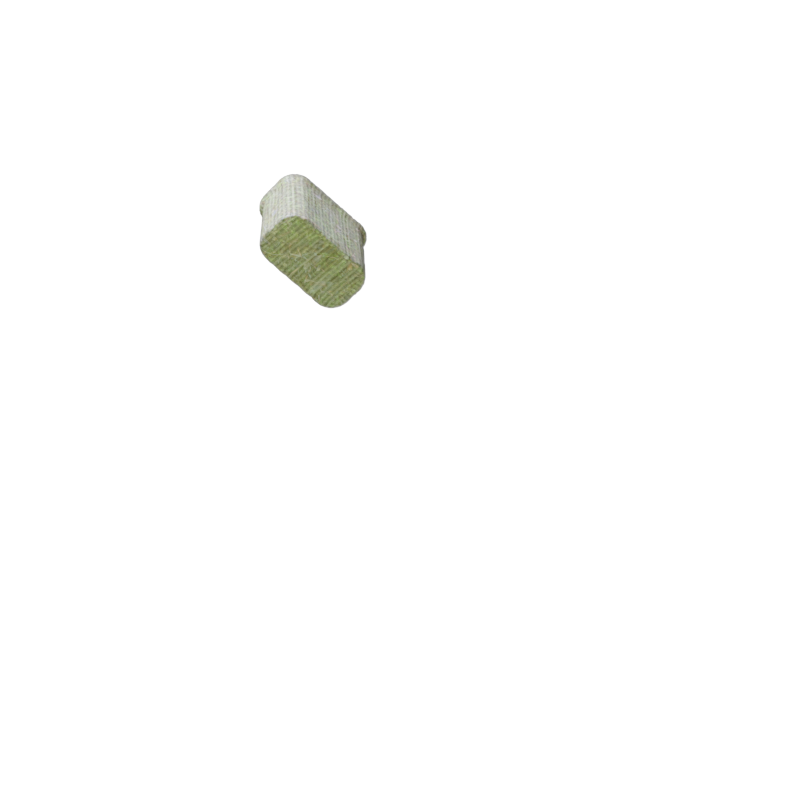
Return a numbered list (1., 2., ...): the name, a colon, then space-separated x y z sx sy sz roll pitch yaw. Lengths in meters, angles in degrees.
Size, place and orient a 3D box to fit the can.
1. can: -0.076 -0.139 0.975 0.097 0.057 0.089 39 21 -21
